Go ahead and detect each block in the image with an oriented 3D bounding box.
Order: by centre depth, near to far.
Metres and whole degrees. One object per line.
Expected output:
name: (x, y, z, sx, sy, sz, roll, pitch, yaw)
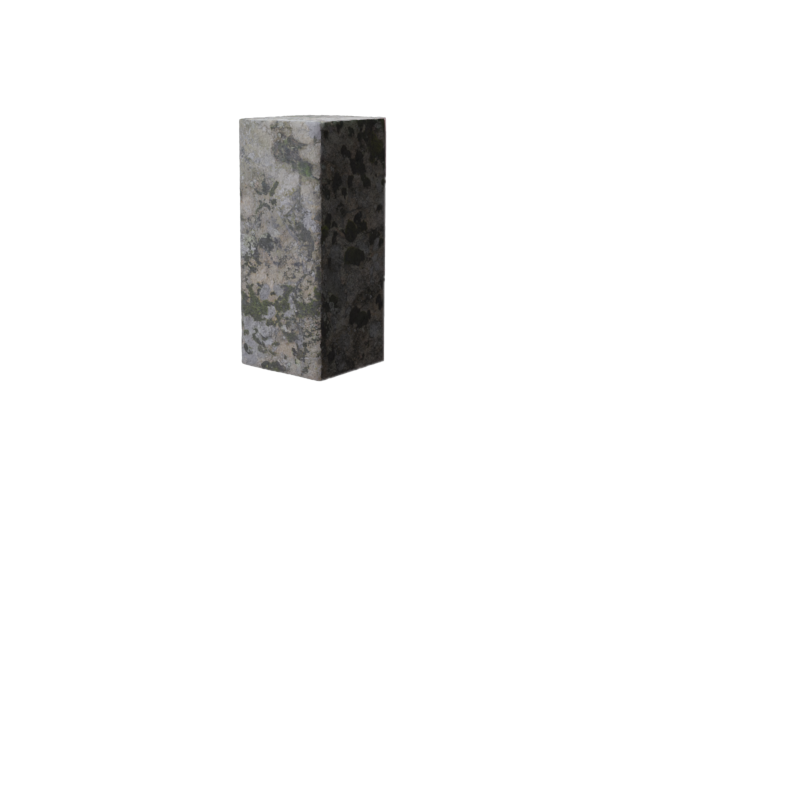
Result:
block: (-0.072, -0.131, 0.922, 0.094, 0.202, 0.088, 9, 13, 38)
